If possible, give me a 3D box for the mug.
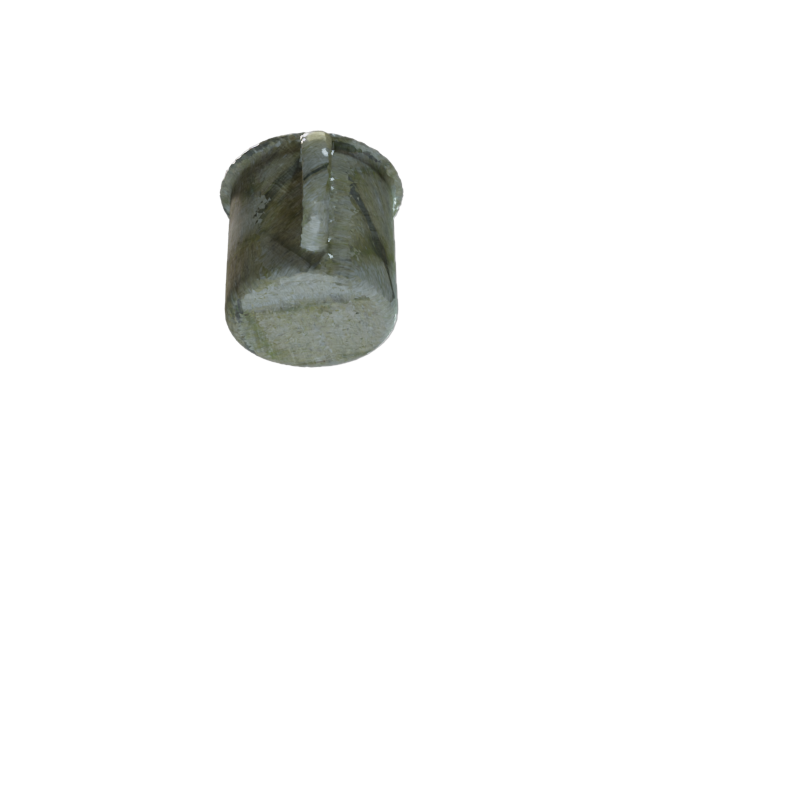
[{"bbox_3d":[-0.042,-0.076,0.530,0.092,0.087,0.110,3,-35,-6],"label":"mug"}]
